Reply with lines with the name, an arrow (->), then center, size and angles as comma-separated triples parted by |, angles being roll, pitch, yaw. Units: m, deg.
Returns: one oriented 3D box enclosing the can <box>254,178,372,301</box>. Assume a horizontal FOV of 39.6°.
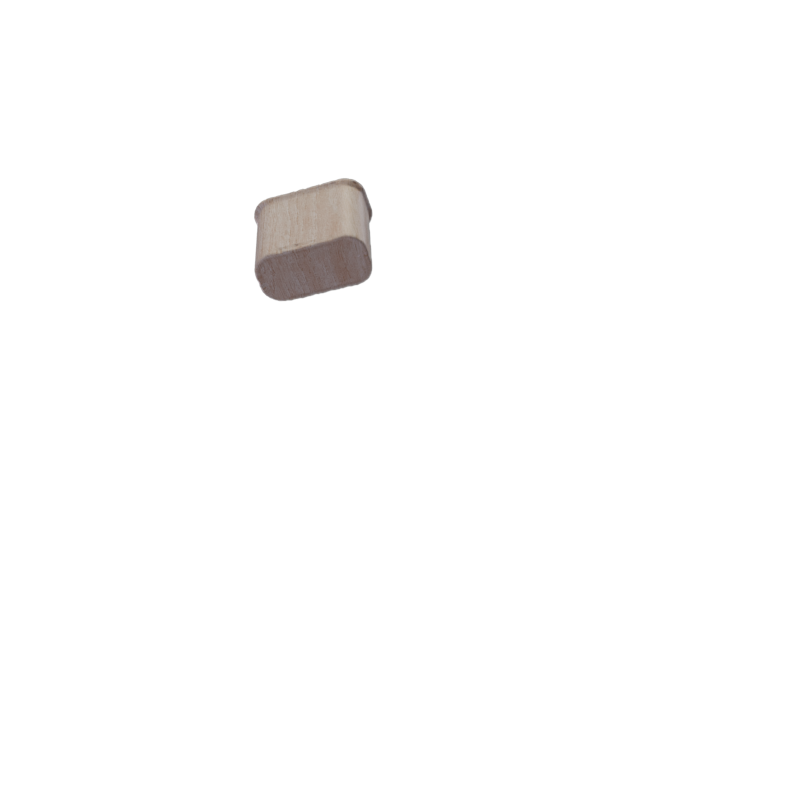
can -> -0.074, -0.135, 0.947 | 0.102, 0.053, 0.090 | -14, 40, 9
